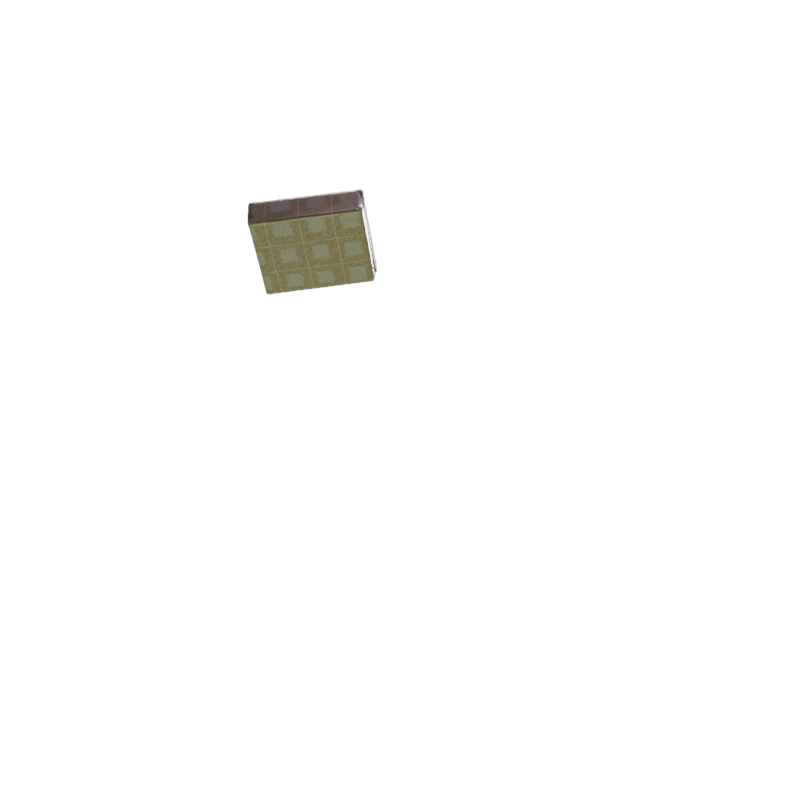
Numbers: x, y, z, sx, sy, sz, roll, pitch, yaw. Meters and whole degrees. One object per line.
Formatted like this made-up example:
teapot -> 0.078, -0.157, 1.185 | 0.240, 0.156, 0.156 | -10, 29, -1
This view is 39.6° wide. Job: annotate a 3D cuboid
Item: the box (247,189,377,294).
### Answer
box -> -0.066, -0.121, 0.851 | 0.090, 0.068, 0.032 | -7, 44, 6
